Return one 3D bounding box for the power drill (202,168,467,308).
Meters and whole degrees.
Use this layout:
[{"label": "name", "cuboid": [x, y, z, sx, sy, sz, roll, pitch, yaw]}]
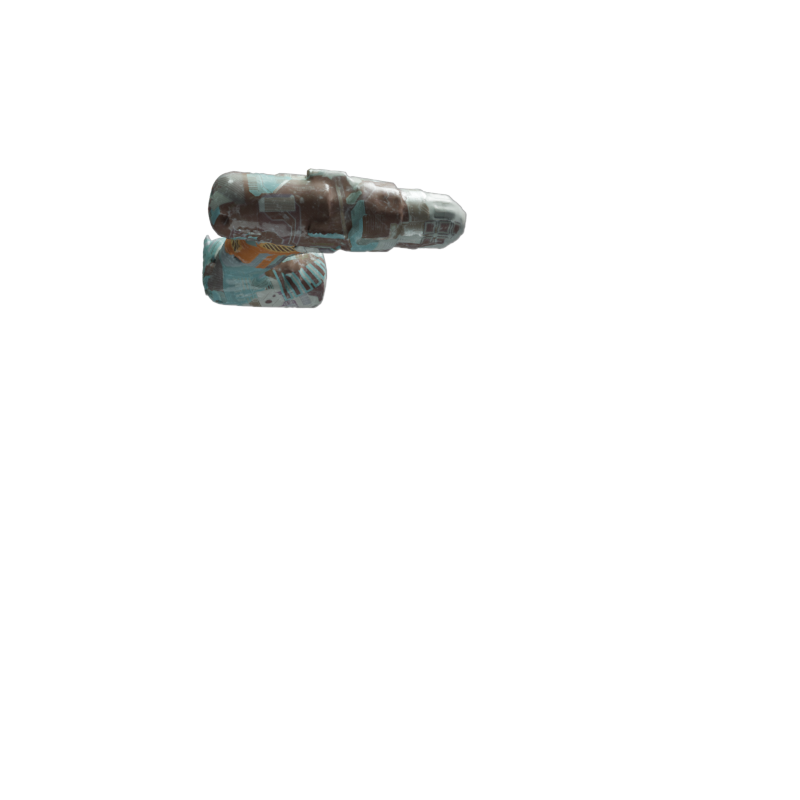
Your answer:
[{"label": "power drill", "cuboid": [-0.065, -0.119, 0.832, 0.180, 0.060, 0.185, 4, -14, -18]}]
